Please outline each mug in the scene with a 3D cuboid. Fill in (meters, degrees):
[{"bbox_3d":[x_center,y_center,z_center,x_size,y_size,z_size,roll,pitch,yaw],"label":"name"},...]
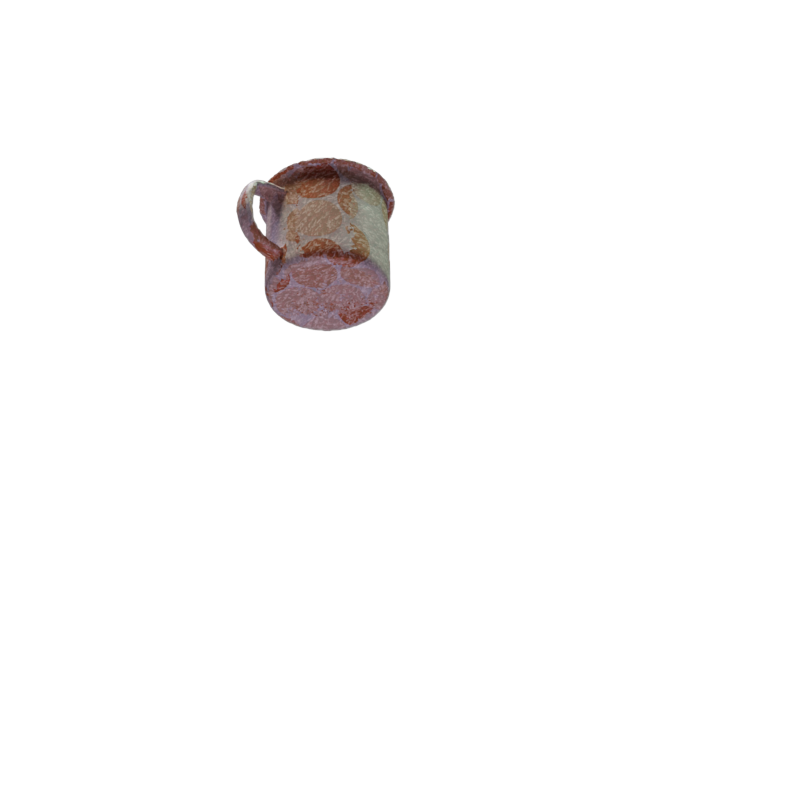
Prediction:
[{"bbox_3d":[-0.057,-0.104,0.730,0.110,0.087,0.092,27,-45,-33],"label":"mug"}]
